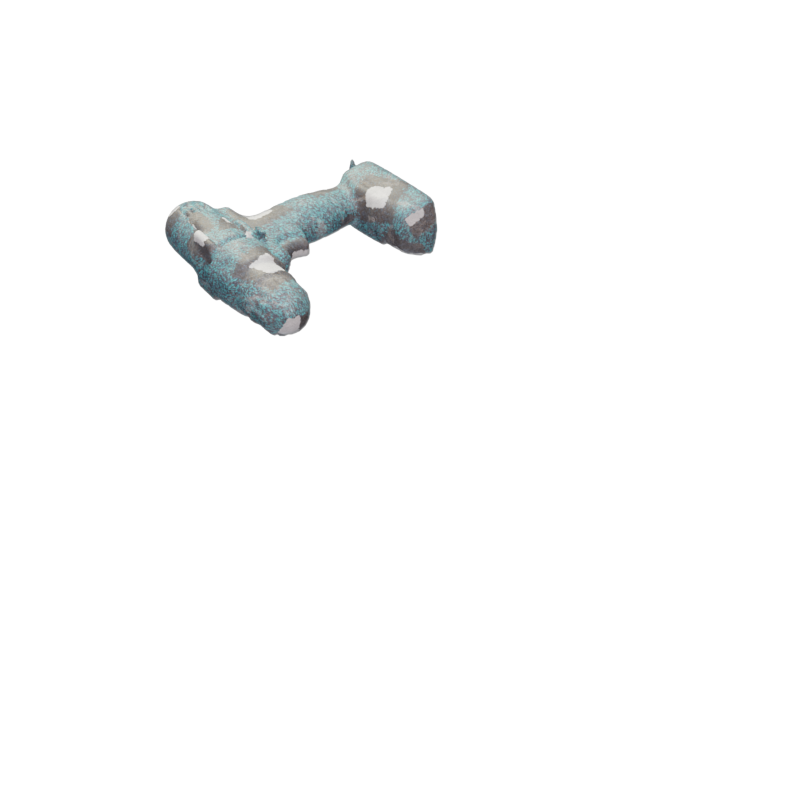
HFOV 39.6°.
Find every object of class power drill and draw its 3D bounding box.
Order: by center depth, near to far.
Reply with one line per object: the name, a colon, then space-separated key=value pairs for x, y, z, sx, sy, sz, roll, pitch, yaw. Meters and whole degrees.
power drill: x=-0.067 y=-0.123 z=0.859 sx=0.185 sy=0.054 sz=0.199 roll=-20 pitch=39 yaw=-27
